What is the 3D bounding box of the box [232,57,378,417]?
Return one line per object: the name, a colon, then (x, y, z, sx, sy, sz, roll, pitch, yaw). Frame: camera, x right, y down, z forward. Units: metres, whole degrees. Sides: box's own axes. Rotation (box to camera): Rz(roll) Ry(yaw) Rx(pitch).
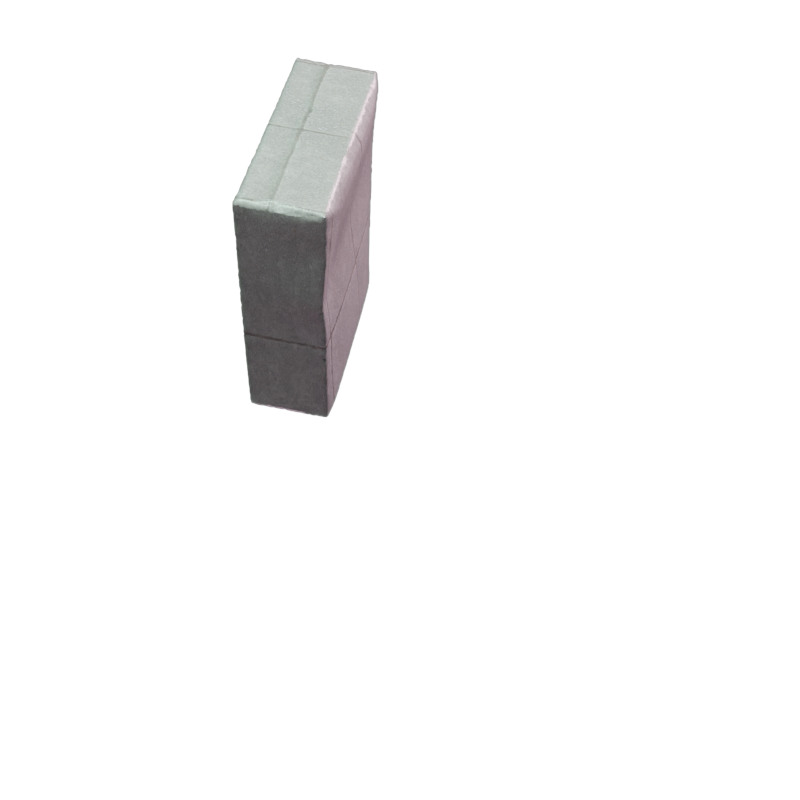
box: (-0.065, -0.118, 0.827, 0.073, 0.174, 0.199, 10, -40, 5)
